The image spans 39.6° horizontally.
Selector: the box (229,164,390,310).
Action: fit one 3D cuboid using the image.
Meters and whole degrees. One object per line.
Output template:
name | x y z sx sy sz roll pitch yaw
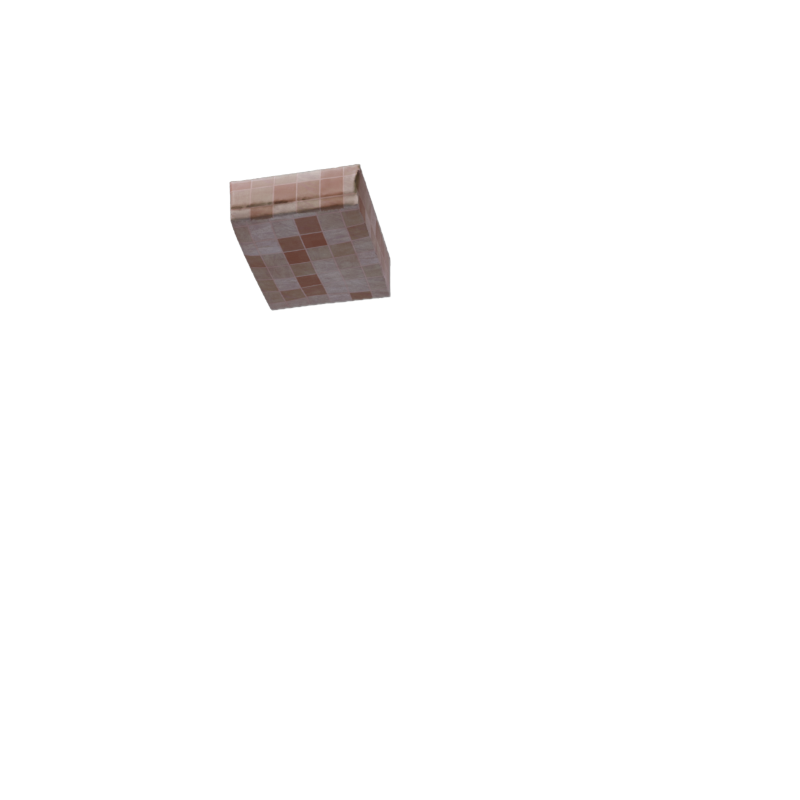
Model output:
box | -0.059 -0.108 0.757 0.091 0.041 0.105 -6 -30 10
